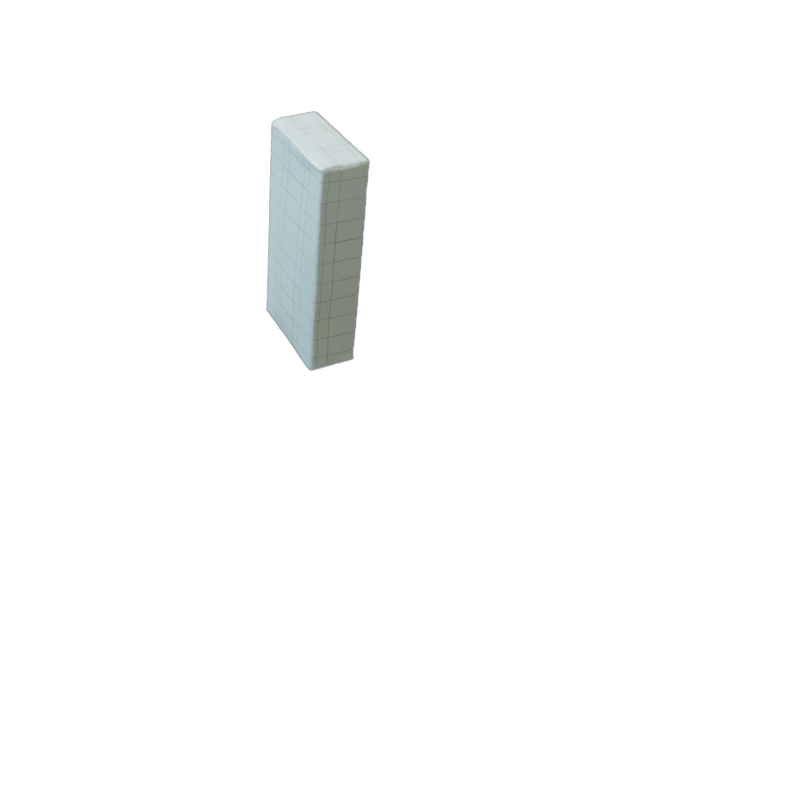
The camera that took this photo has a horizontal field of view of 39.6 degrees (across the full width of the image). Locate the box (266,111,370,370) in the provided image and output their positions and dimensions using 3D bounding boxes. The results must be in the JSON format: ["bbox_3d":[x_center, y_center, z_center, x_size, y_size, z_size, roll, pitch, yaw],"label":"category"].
[{"bbox_3d":[-0.067,-0.121,0.845,0.047,0.165,0.101,-14,38,-23],"label":"box"}]
